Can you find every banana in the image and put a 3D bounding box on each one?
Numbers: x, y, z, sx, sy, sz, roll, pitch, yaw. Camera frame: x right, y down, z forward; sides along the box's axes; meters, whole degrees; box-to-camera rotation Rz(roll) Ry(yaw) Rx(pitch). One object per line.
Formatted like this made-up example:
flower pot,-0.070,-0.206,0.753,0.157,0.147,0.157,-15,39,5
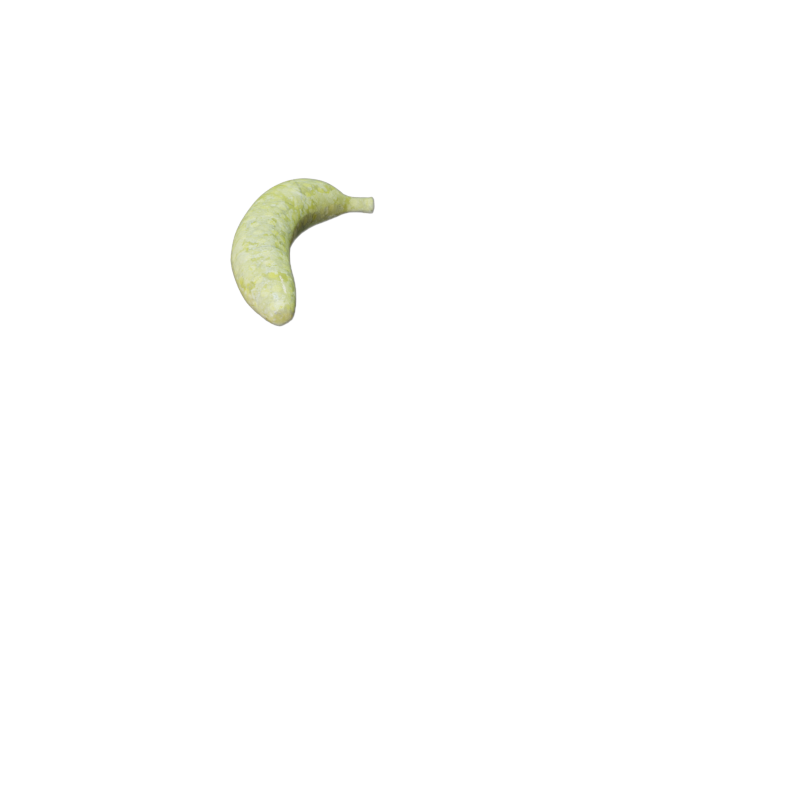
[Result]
banana,-0.073,-0.107,0.724,0.071,0.035,0.205,8,32,12
